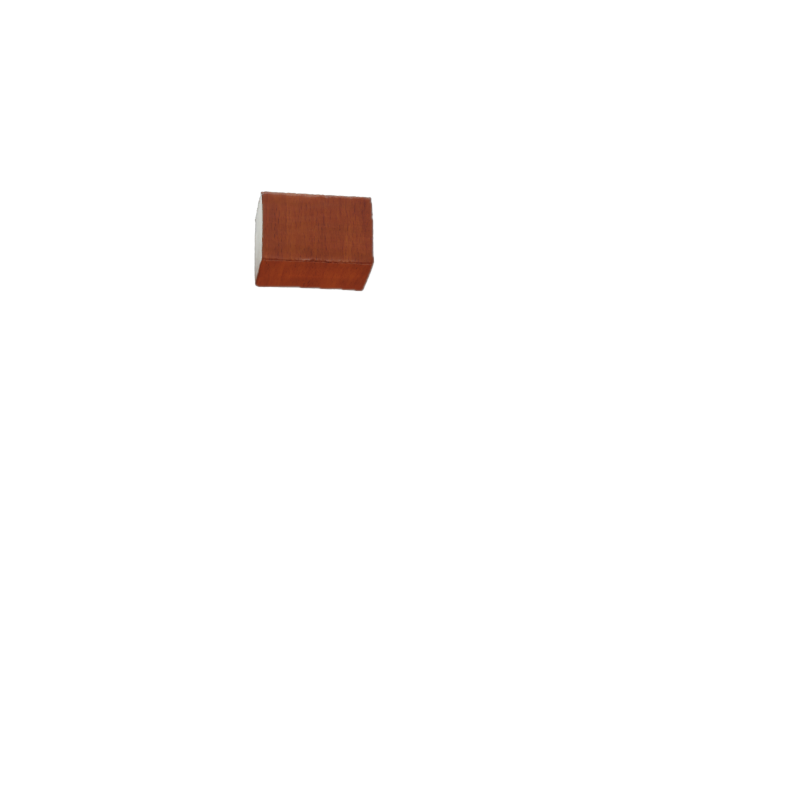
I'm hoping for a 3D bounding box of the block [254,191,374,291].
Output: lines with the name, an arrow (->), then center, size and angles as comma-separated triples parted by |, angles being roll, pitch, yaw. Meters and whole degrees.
block -> -0.060, -0.109, 0.762 | 0.077, 0.054, 0.051 | 2, -19, -9
